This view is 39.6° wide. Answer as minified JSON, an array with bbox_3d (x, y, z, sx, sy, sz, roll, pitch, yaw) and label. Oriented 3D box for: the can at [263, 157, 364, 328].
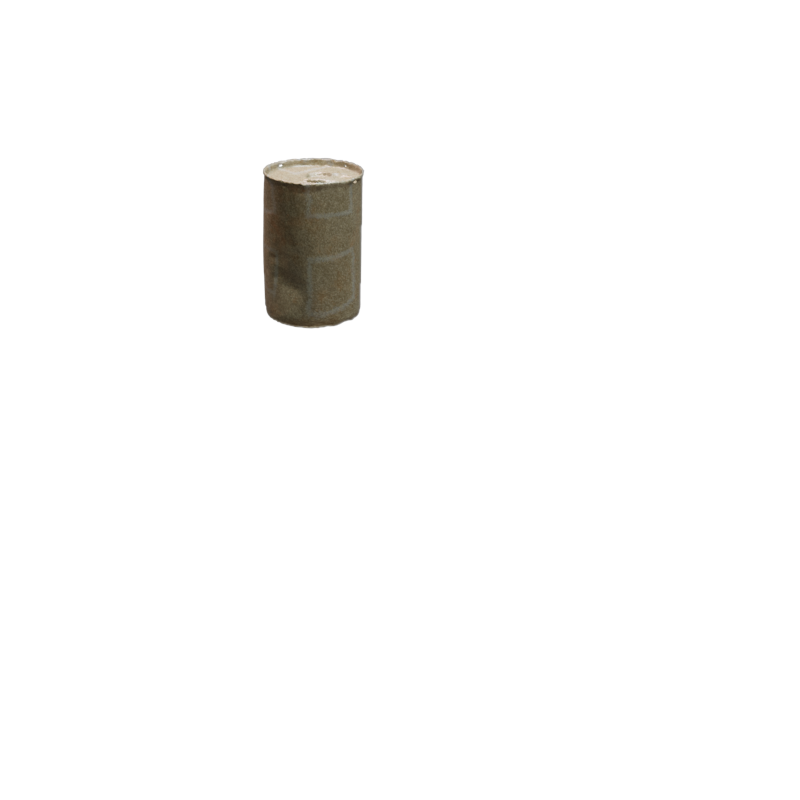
[{"bbox_3d":[-0.059,-0.108,0.757,0.068,0.098,0.072,0,21,-2],"label":"can"}]
